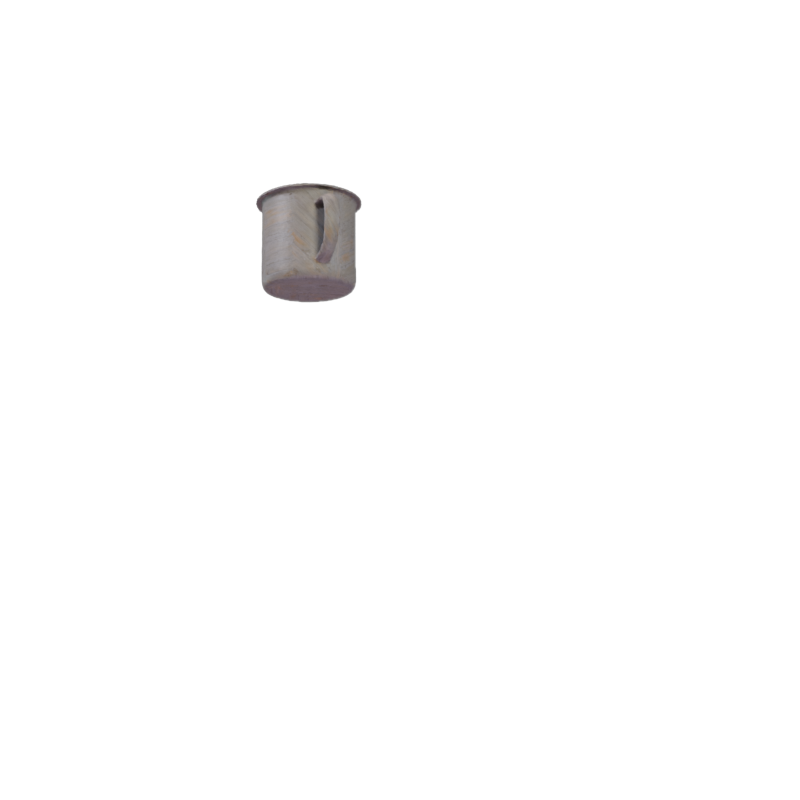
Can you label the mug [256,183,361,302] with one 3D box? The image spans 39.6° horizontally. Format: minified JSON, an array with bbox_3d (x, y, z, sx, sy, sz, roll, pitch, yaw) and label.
[{"bbox_3d":[-0.075,-0.136,0.954,0.090,0.085,0.116,6,-16,-22],"label":"mug"}]
